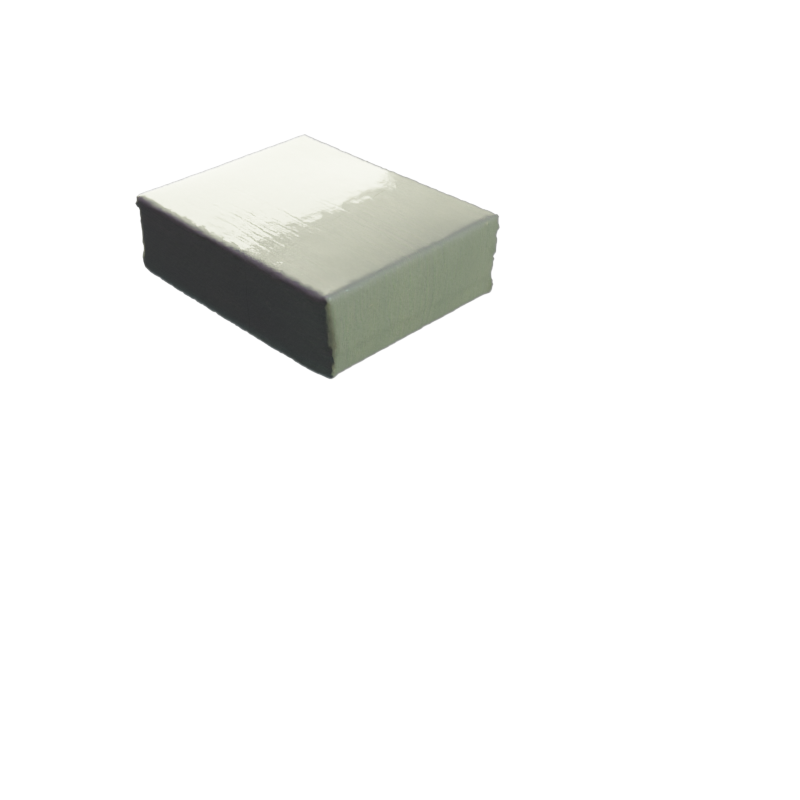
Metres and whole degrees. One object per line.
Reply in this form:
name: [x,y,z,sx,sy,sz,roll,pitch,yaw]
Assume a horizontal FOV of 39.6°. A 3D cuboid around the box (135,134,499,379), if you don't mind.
box: [-0.034,-0.061,0.429,0.090,0.036,0.121,-29,45,-35]
